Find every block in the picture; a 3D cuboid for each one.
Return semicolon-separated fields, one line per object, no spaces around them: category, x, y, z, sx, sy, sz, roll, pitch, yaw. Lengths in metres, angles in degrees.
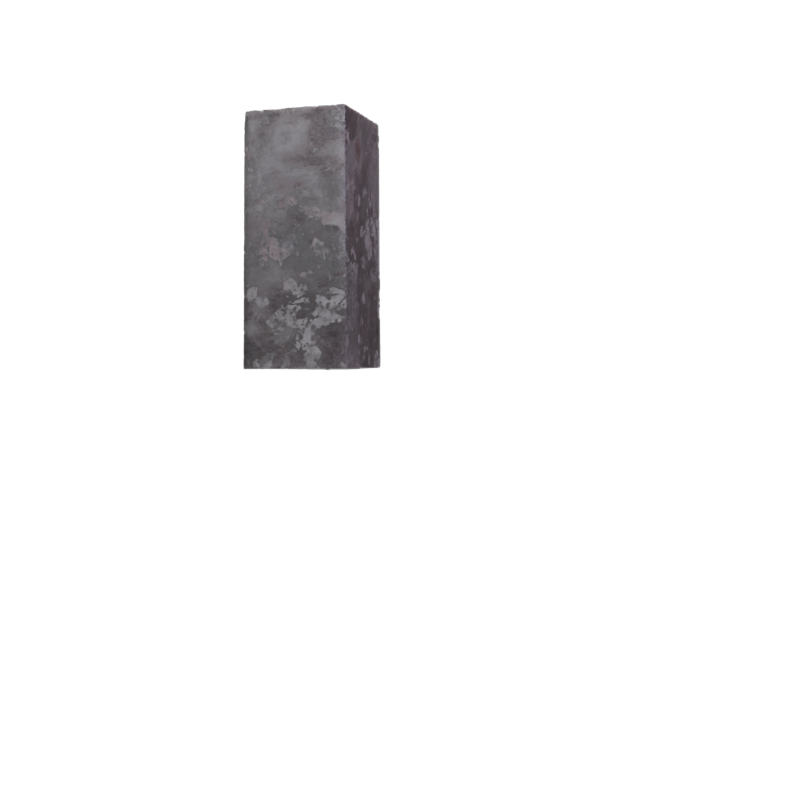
block;-0.072;-0.130;0.908;0.092;0.209;0.088;-2;-4;18
